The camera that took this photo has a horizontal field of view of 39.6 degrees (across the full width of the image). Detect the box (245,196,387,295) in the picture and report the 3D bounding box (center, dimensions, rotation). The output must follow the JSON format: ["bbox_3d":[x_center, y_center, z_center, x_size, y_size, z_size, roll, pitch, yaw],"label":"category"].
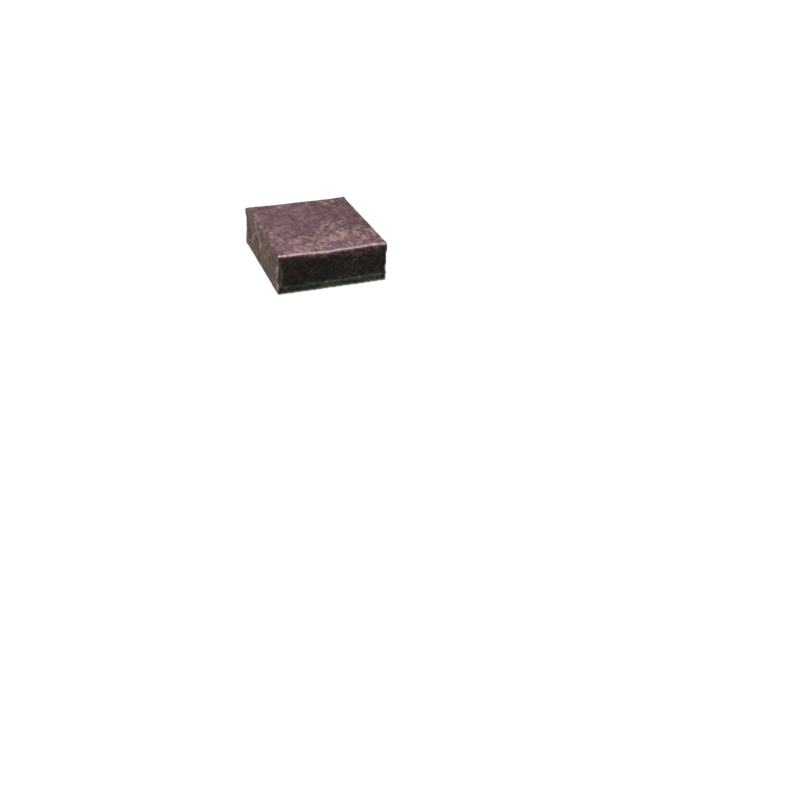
[{"bbox_3d":[-0.058,-0.105,0.734,0.072,0.028,0.096,-9,31,-16],"label":"box"}]
